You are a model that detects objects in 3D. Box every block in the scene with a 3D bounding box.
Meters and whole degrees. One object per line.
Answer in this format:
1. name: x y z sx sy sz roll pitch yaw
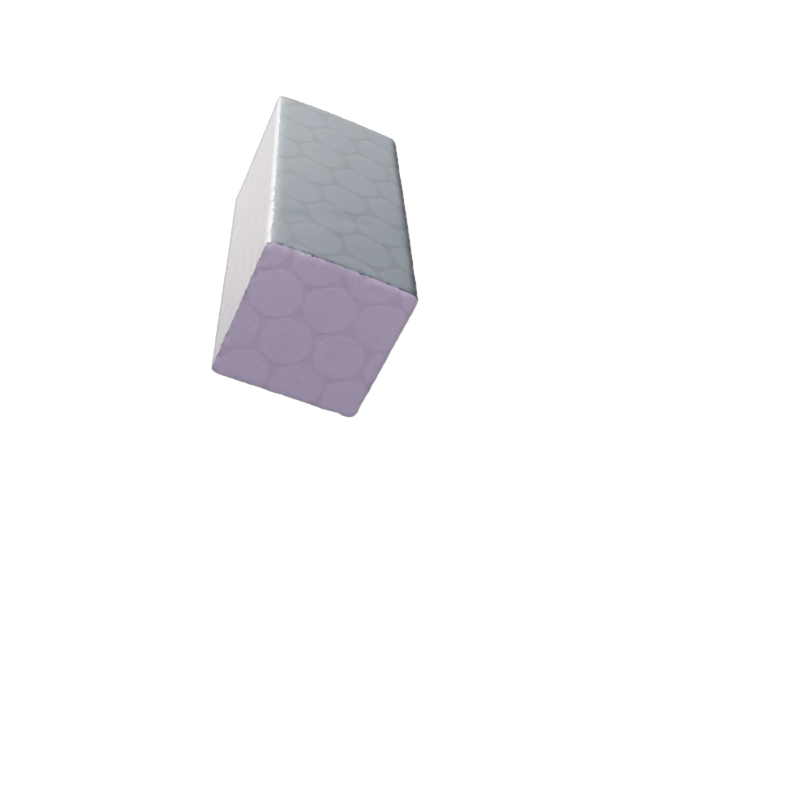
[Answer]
1. block: -0.053 -0.098 0.688 0.088 0.087 0.220 19 31 -16
